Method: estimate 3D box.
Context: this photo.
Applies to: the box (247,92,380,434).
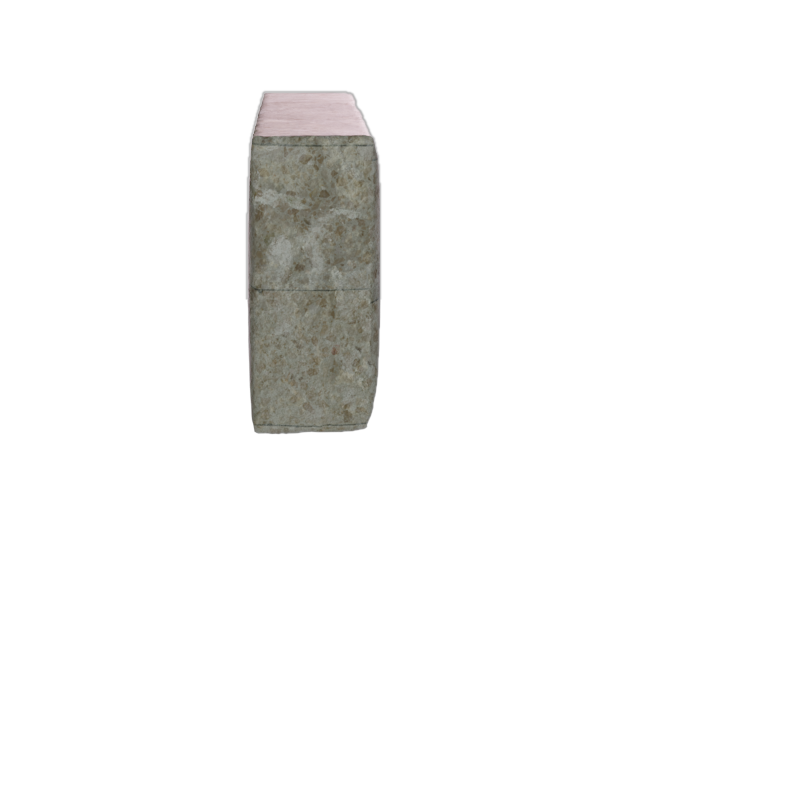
[{"bbox_3d":[-0.053,-0.097,0.677,0.072,0.158,0.223,0,19,-4],"label":"box"}]
